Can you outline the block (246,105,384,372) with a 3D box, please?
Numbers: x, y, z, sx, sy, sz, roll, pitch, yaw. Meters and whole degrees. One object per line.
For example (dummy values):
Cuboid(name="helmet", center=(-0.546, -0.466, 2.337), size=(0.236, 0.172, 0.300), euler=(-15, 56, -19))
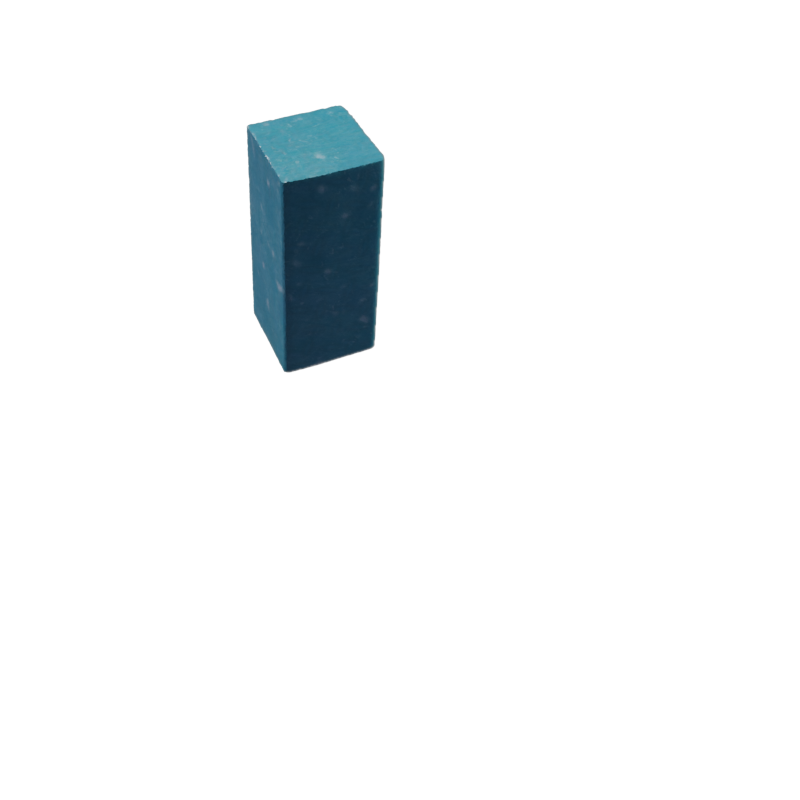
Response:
Cuboid(name="block", center=(-0.074, -0.136, 0.955), size=(0.089, 0.192, 0.098), euler=(-15, 45, -19))
